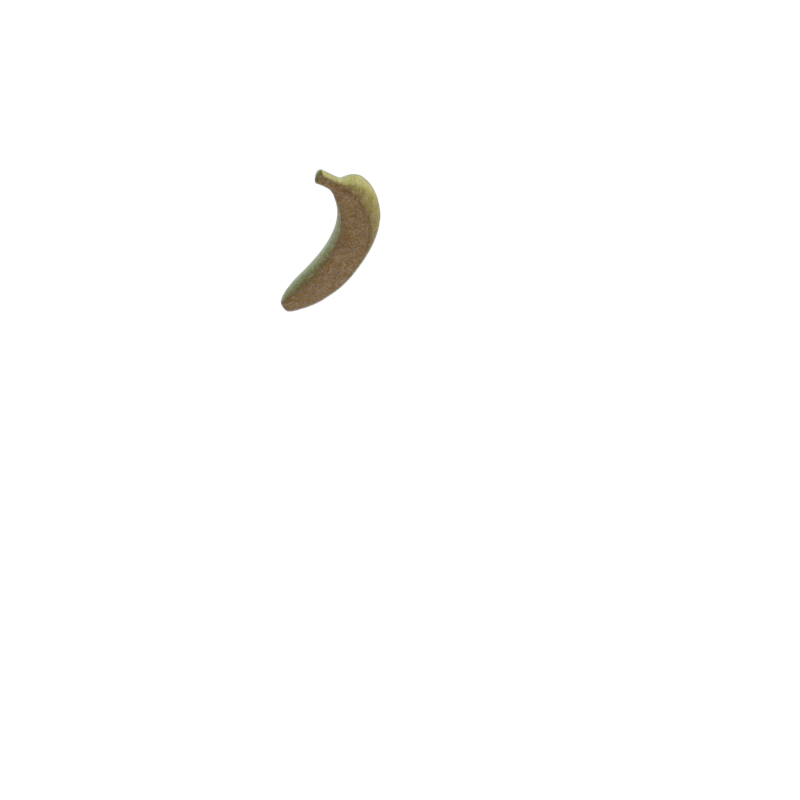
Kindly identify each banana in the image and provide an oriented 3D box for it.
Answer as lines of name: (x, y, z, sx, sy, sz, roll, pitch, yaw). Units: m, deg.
banana: (-0.058, -0.141, 0.985, 0.068, 0.039, 0.187, 7, -35, -11)
